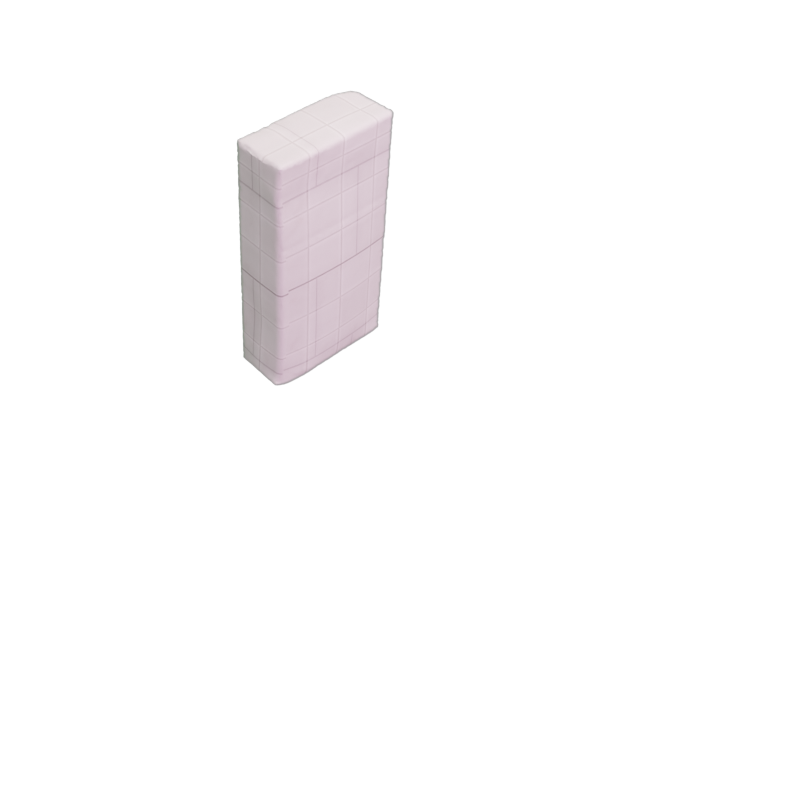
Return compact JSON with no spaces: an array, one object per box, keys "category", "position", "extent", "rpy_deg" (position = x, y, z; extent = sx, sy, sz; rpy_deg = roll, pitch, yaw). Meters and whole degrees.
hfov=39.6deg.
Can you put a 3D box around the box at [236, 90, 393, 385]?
[{"category":"box","position":[-0.054,-0.099,0.695],"extent":[0.051,0.164,0.093],"rpy_deg":[34,49,31]}]
